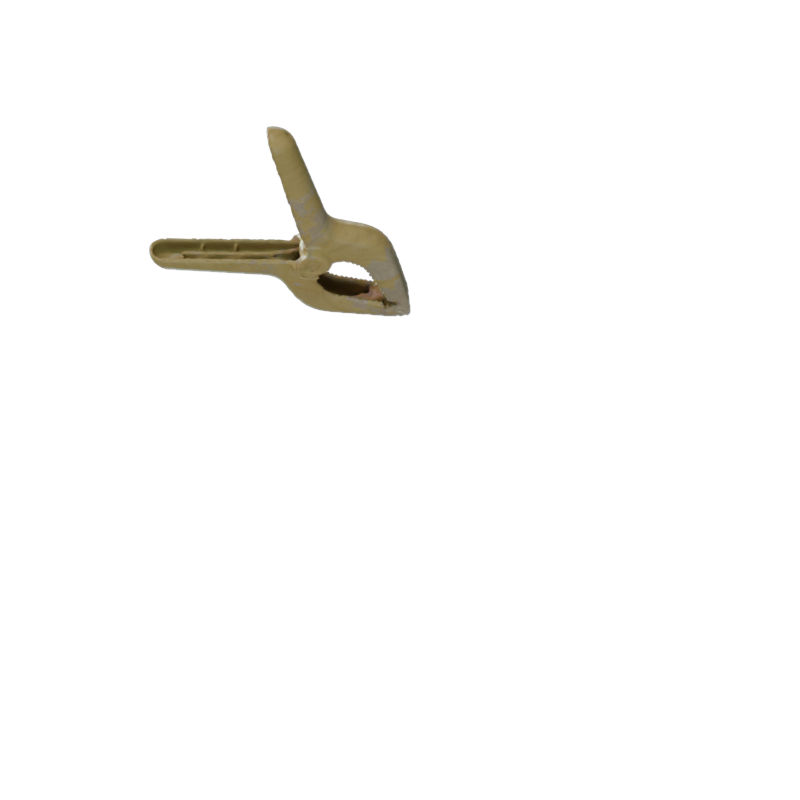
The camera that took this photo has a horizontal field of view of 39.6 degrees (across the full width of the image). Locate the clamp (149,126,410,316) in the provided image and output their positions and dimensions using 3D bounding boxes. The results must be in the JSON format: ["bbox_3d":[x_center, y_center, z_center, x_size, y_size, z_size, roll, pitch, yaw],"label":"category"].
[{"bbox_3d":[-0.068,-0.123,0.863,0.200,0.039,0.161,22,-44,-25],"label":"clamp"}]
